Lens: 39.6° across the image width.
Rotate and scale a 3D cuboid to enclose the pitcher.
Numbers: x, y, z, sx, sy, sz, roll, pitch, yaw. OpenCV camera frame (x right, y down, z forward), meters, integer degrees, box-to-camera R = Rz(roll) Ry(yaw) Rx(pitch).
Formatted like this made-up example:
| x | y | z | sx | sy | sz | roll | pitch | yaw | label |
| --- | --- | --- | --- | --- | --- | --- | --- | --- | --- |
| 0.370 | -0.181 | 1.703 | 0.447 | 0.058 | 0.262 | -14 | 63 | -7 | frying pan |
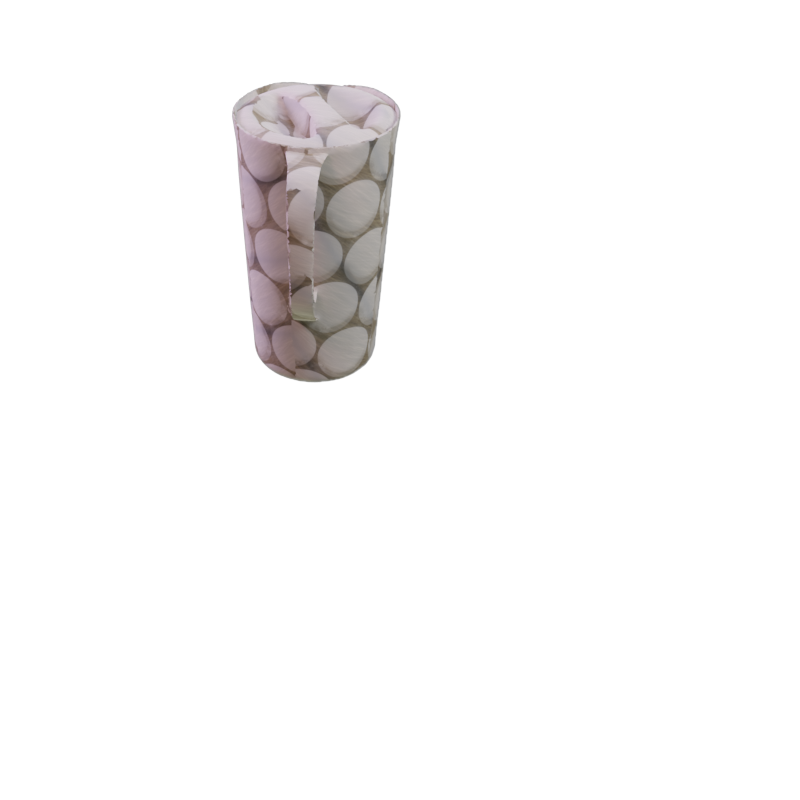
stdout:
| x | y | z | sx | sy | sz | roll | pitch | yaw | label |
| --- | --- | --- | --- | --- | --- | --- | --- | --- | --- |
| -0.073 | -0.132 | 0.926 | 0.148 | 0.228 | 0.155 | -25 | 43 | -35 | pitcher |
